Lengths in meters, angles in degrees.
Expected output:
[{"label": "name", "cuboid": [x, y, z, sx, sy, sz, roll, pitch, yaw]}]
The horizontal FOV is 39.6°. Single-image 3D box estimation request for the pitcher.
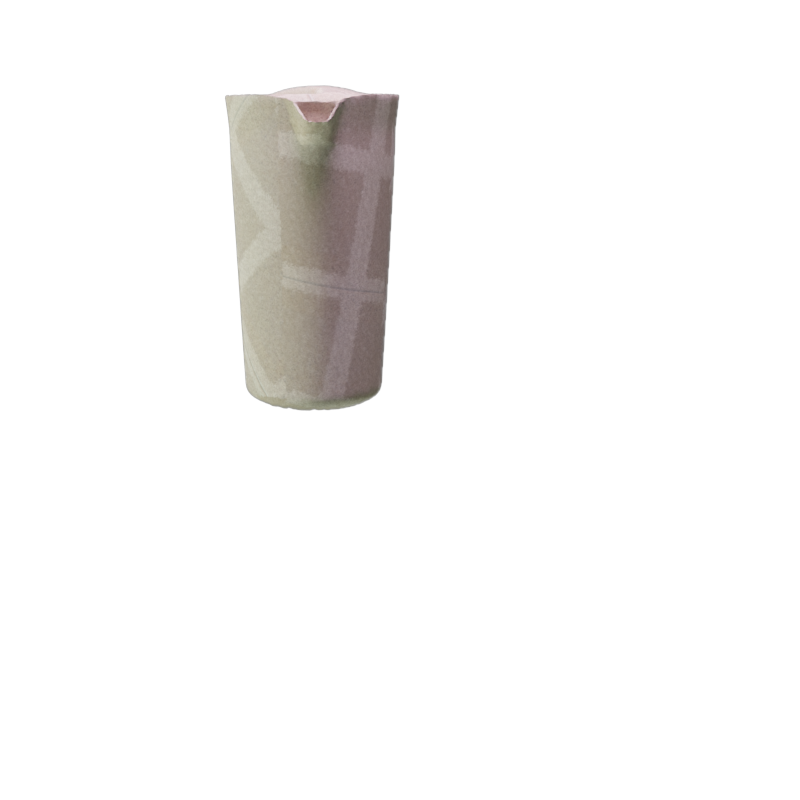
[{"label": "pitcher", "cuboid": [-0.068, -0.125, 0.873, 0.152, 0.238, 0.145, 8, 12, 38]}]
